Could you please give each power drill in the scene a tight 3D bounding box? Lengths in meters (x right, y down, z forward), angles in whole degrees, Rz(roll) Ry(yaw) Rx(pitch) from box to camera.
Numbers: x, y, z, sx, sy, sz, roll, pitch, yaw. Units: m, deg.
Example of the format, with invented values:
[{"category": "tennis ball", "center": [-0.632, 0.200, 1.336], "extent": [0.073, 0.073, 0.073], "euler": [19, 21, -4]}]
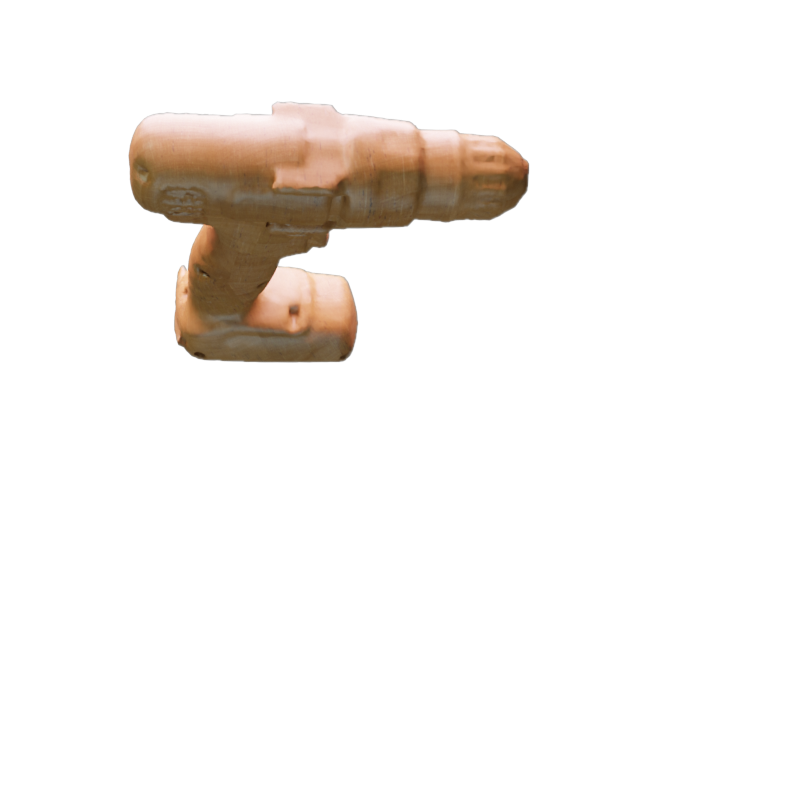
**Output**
[{"category": "power drill", "center": [-0.044, -0.081, 0.568], "extent": [0.182, 0.061, 0.179], "euler": [4, -26, -8]}]
